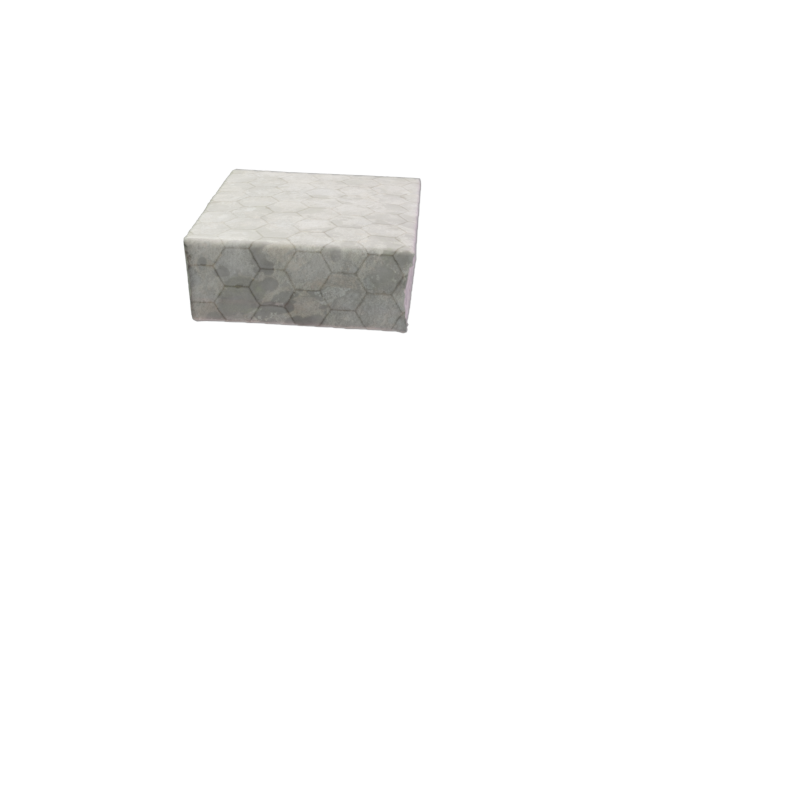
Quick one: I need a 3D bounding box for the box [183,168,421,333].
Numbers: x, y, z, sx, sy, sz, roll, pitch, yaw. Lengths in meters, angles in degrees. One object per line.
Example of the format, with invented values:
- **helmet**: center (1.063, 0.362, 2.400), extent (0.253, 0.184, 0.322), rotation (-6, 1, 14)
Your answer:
- **box**: center (-0.037, -0.068, 0.476), extent (0.090, 0.037, 0.119), rotation (2, 27, 3)
